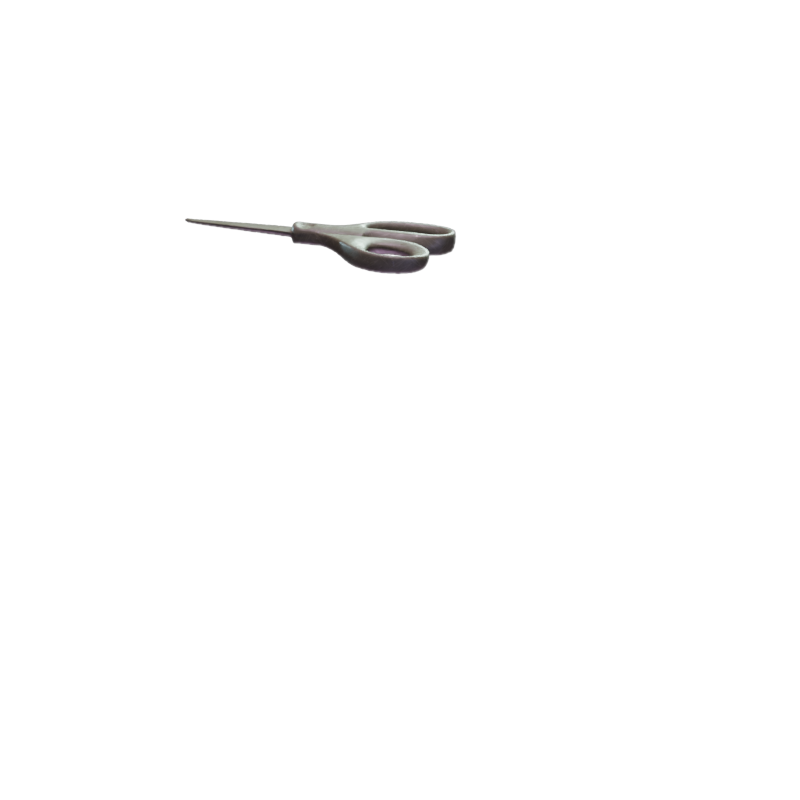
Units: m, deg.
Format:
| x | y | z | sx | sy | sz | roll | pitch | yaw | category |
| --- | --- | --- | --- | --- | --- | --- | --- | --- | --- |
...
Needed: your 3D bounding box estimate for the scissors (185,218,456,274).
| x | y | z | sx | sy | sz | roll | pitch | yaw | category |
| --- | --- | --- | --- | --- | --- | --- | --- | --- | --- |
| -0.062 | -0.112 | 0.788 | 0.203 | 0.015 | 0.100 | 2 | 24 | 4 | scissors |
